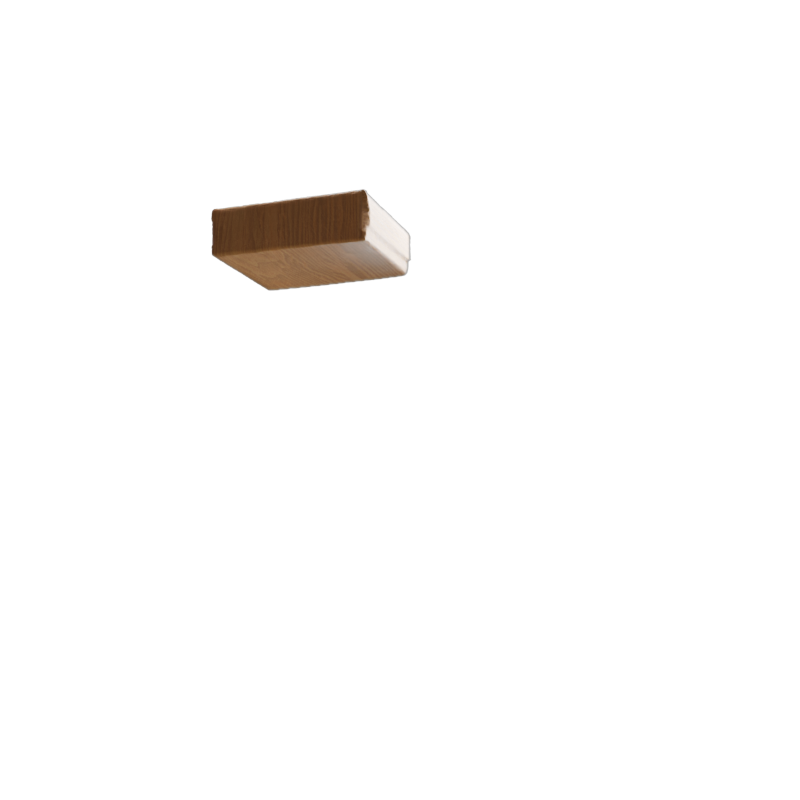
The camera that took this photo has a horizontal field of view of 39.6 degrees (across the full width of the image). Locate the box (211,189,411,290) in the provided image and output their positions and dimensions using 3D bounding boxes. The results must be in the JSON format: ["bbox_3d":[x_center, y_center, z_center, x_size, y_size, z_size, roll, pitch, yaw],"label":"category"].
[{"bbox_3d":[-0.047,-0.086,0.602,0.091,0.031,0.069,-4,-12,20],"label":"box"}]
